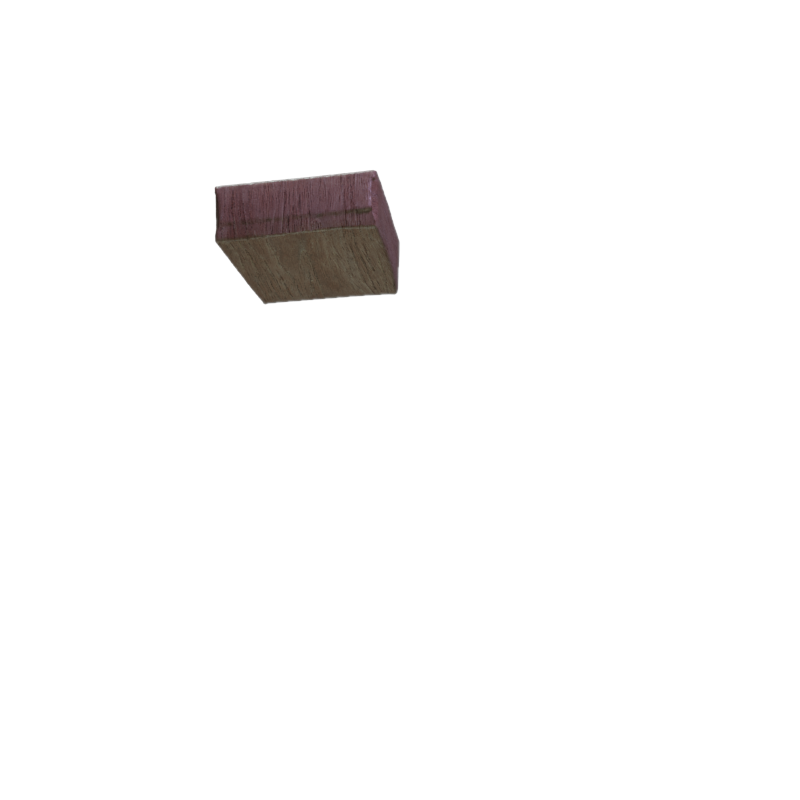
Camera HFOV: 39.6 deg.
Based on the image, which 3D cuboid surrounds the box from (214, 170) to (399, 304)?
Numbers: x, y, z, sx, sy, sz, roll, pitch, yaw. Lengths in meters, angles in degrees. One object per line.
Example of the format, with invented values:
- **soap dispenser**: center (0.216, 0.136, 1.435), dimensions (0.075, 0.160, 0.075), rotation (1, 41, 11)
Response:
- **box**: center (-0.050, -0.091, 0.640), dimensions (0.091, 0.041, 0.107), rotation (-3, -17, 8)
